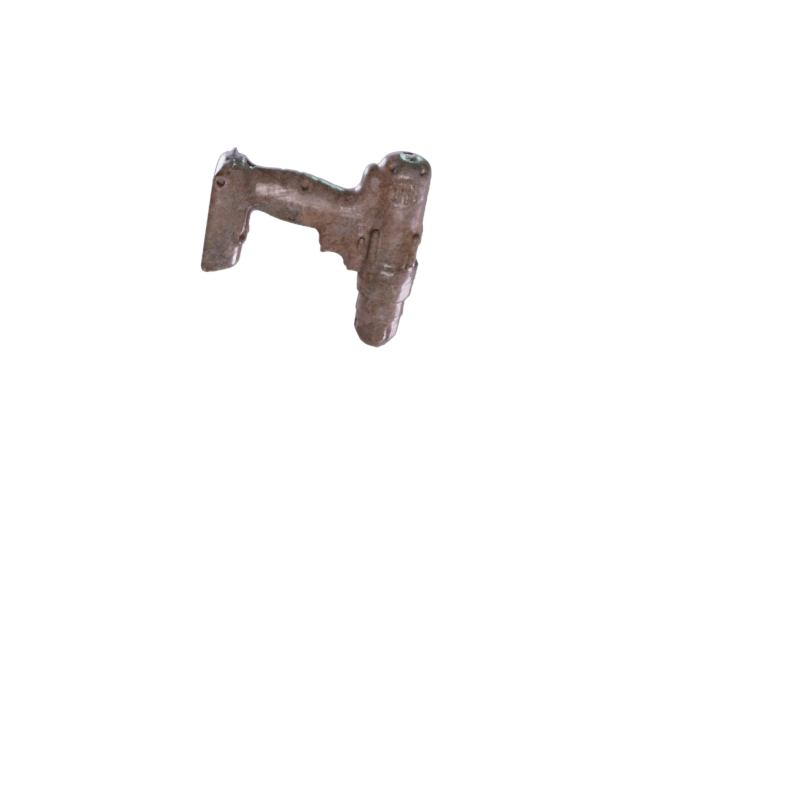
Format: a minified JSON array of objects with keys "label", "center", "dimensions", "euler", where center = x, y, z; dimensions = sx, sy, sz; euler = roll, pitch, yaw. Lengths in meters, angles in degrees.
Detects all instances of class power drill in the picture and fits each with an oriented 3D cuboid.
[{"label":"power drill","center":[-0.075,-0.138,0.963],"dimensions":[0.186,0.176,0.061],"euler":[8,26,-4]}]
